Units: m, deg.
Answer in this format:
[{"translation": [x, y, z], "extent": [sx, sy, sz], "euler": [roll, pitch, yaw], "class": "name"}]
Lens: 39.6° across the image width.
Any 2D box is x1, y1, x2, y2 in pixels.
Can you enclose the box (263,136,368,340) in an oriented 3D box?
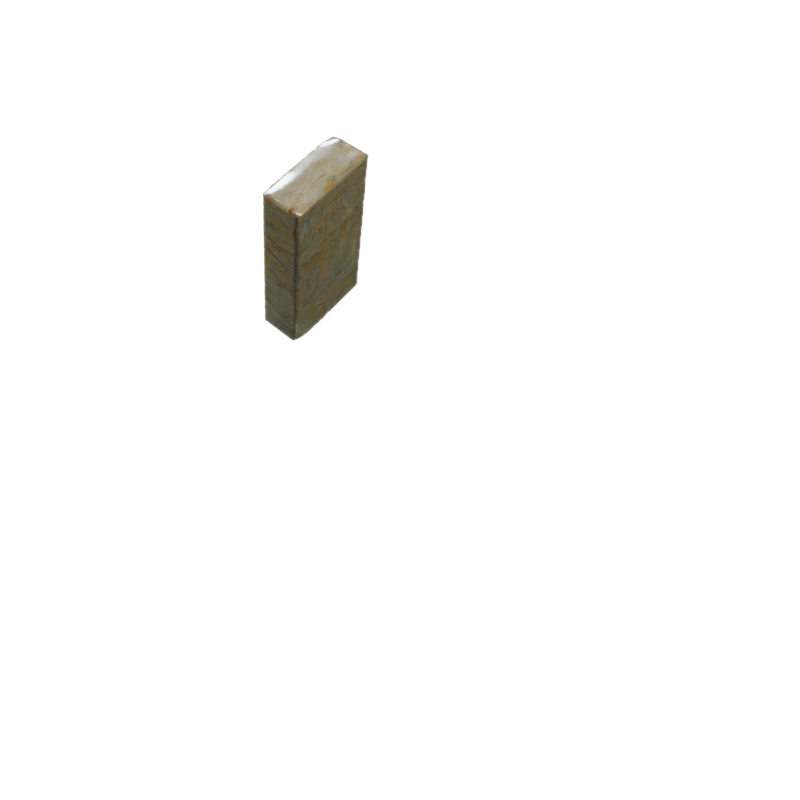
[{"translation": [-0.076, -0.138, 0.965], "extent": [0.050, 0.095, 0.165], "euler": [33, -32, 19], "class": "box"}]
